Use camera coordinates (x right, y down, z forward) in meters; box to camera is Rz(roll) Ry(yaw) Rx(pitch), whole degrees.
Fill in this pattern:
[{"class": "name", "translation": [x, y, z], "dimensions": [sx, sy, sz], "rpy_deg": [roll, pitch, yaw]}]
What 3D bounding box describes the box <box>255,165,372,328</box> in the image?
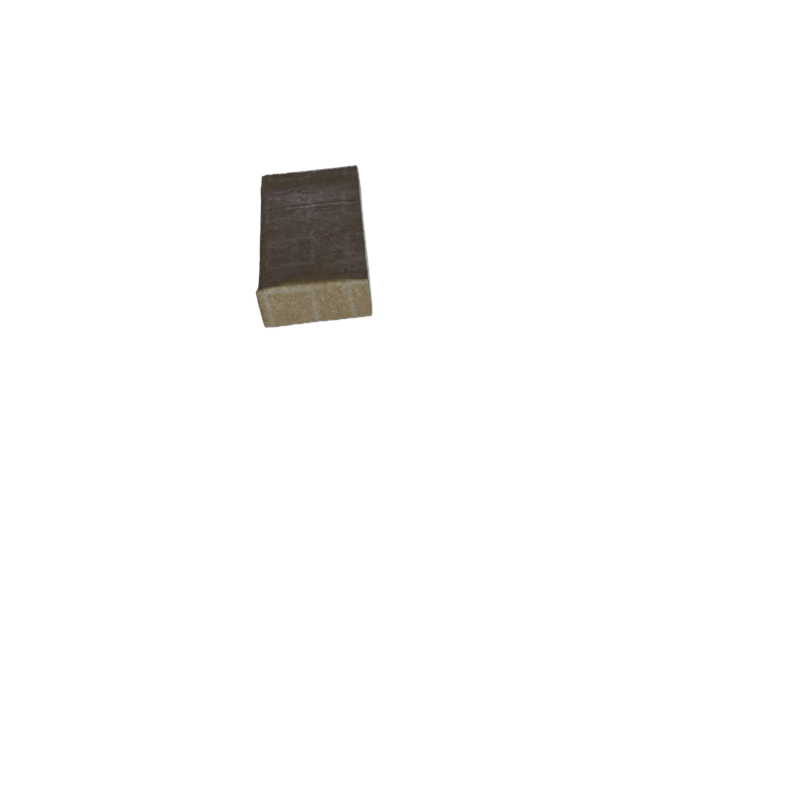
[{"class": "box", "translation": [-0.075, -0.138, 0.967], "dimensions": [0.094, 0.045, 0.189], "rpy_deg": [-7, 39, 2]}]
